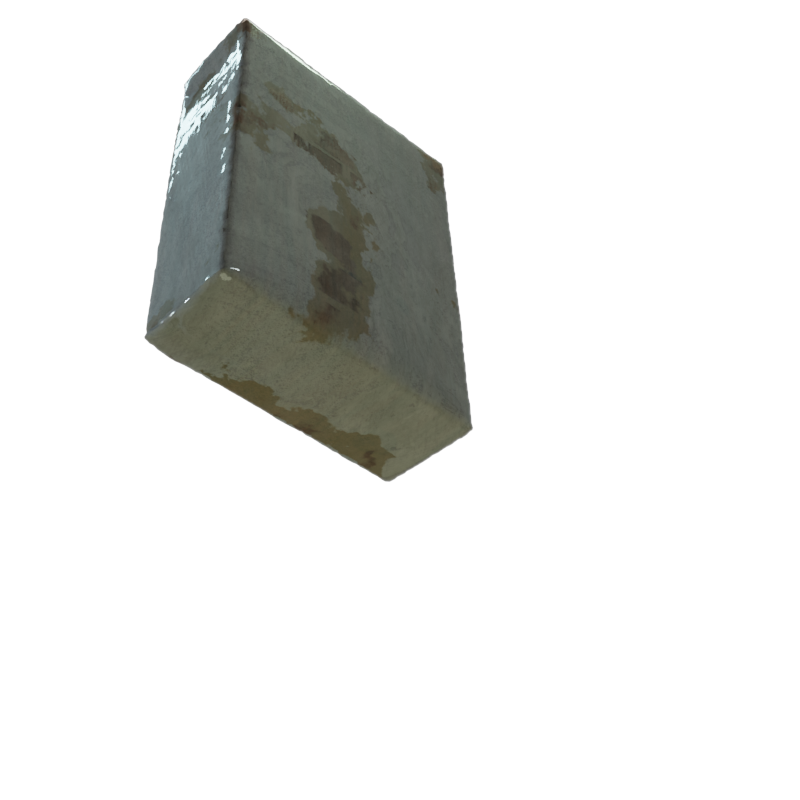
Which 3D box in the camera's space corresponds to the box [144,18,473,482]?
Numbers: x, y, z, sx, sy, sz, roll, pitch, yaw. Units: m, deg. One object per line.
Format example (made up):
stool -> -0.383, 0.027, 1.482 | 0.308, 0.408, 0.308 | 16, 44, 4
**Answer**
box -> -0.047, -0.087, 0.606 | 0.155, 0.230, 0.071 | 31, -54, -30
